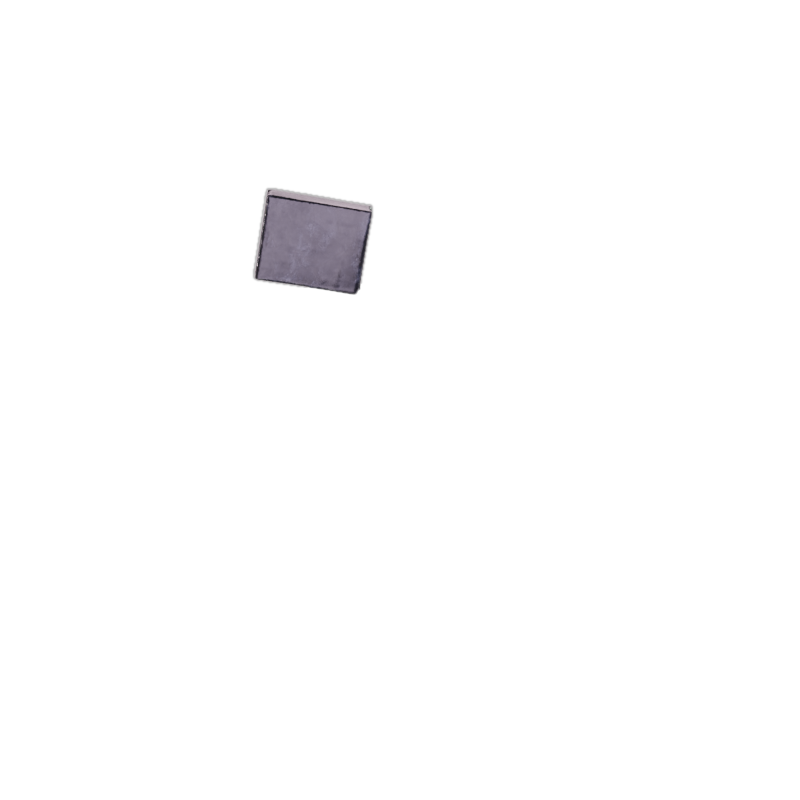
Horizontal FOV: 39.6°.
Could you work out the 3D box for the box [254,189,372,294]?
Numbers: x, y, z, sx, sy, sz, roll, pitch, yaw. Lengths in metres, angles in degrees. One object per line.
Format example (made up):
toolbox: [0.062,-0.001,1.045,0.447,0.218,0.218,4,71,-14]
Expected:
box: [-0.072,-0.131,0.919,0.089,0.071,0.031,9,16,-3]
